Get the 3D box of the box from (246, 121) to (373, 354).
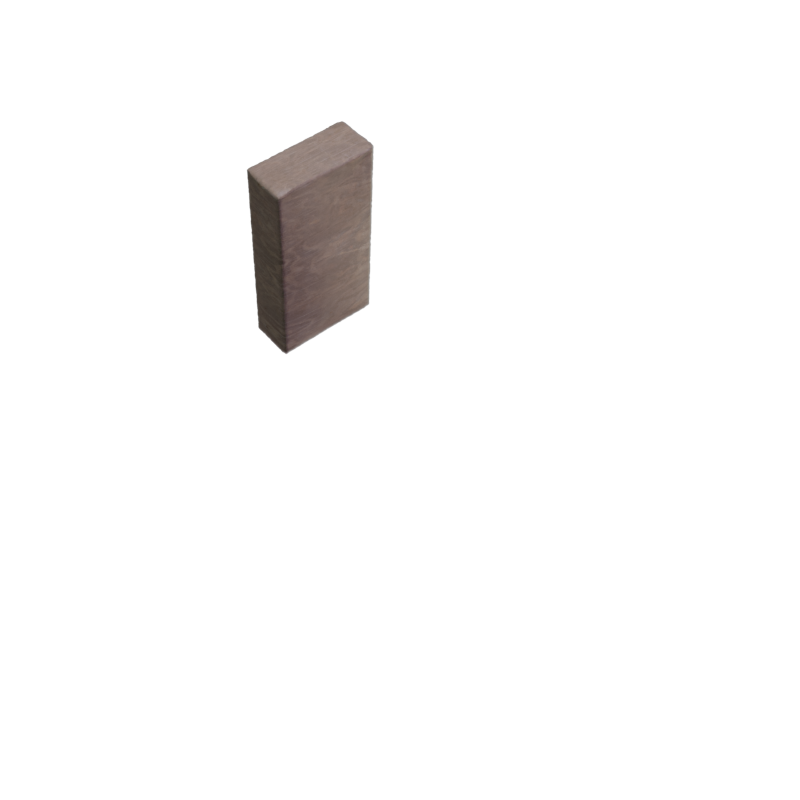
[{"bbox_3d":[-0.068,-0.124,0.871,0.094,0.164,0.051,-33,60,-26],"label":"box"}]
